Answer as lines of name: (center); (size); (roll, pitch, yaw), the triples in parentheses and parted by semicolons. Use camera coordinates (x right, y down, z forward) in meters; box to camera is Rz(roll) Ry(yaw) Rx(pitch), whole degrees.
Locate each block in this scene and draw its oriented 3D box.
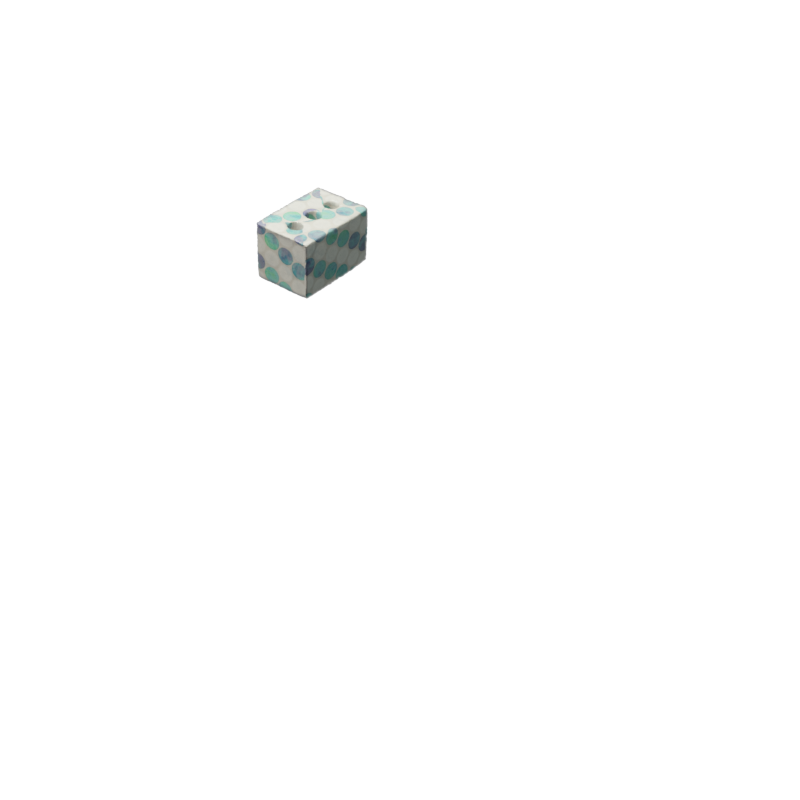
block: (-0.069, -0.126, 0.882); (0.056, 0.048, 0.079); (24, 42, 29)
